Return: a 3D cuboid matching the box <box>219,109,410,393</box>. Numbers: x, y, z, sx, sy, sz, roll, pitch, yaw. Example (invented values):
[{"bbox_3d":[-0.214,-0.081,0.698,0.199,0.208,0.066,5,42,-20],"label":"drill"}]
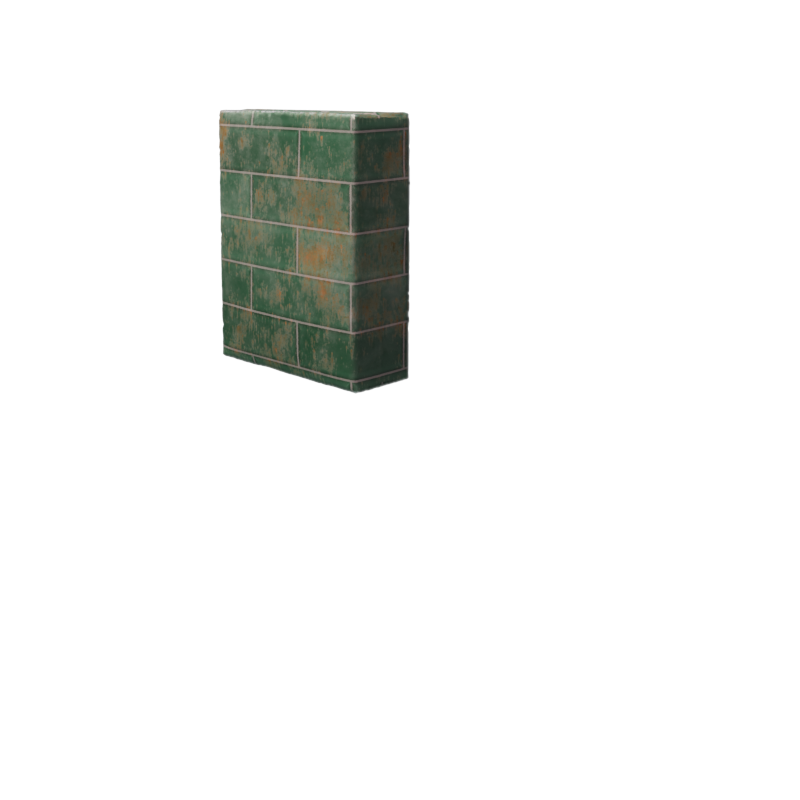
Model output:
[{"bbox_3d":[-0.071,-0.129,0.905,0.070,0.209,0.173,-9,14,-44],"label":"box"}]
